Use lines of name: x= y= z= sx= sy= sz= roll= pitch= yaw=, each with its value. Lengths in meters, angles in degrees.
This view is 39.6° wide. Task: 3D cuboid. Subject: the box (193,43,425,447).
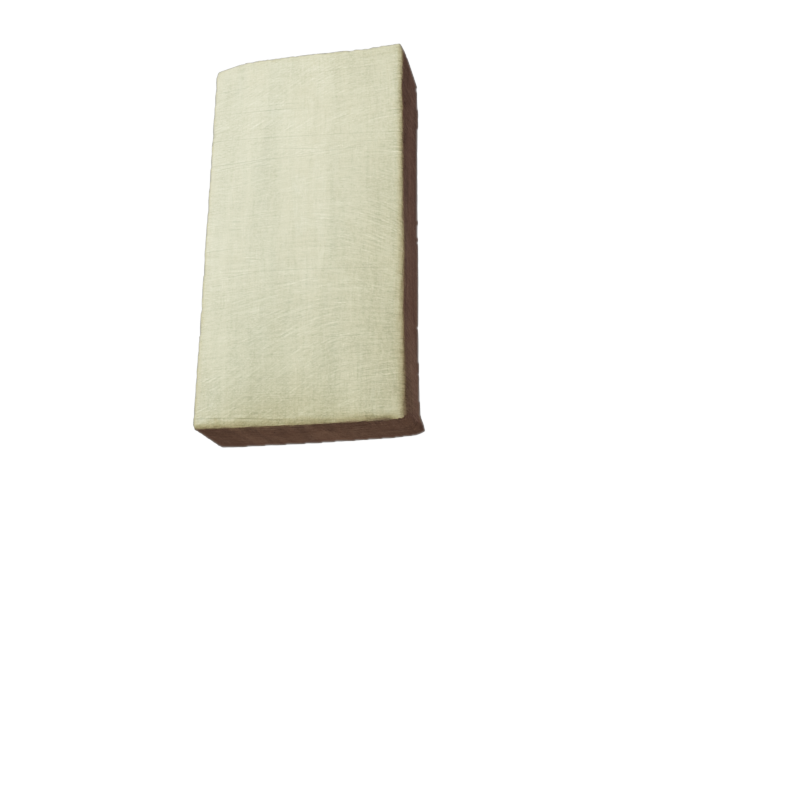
box: x=-0.039 y=-0.071 z=0.497 sx=0.095 sy=0.185 sz=0.045 roll=-6 pitch=-20 yaw=13
